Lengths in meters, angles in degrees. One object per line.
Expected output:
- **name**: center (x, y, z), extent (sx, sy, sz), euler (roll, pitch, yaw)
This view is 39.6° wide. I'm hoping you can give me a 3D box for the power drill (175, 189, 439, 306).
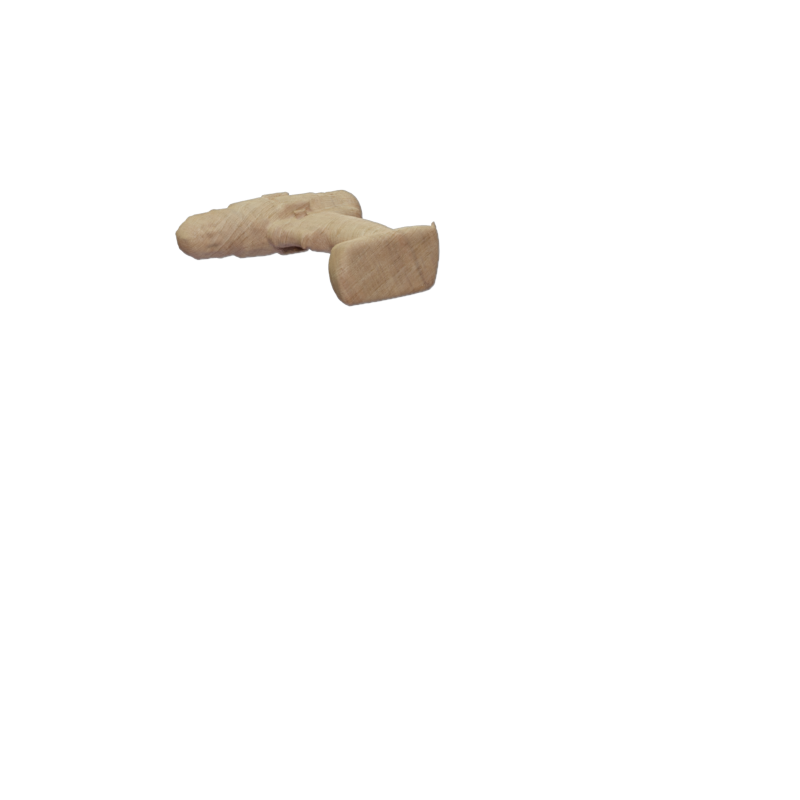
- **power drill**: center (-0.074, -0.134, 0.940), extent (0.181, 0.055, 0.200), euler (-17, 30, -33)
